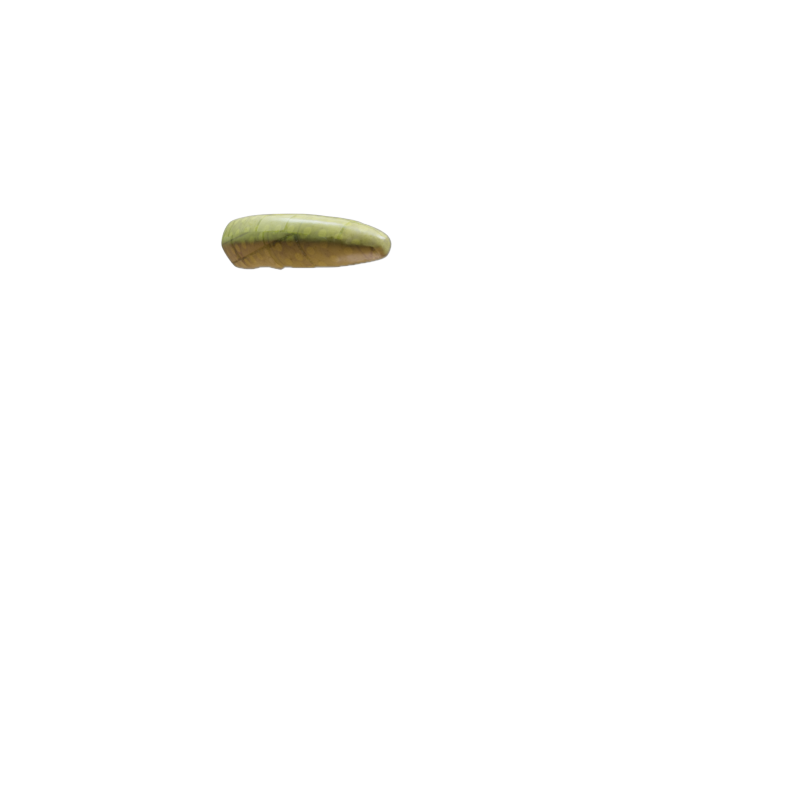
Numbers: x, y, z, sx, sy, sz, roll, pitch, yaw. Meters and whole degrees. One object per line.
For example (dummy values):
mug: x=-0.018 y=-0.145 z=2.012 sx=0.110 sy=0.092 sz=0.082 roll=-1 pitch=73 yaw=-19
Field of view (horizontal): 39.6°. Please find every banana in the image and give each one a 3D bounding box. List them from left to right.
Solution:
banana: x=-0.077 y=-0.107 z=0.747 sx=0.068 sy=0.037 sz=0.204 roll=-2 pitch=6 yaw=-25
